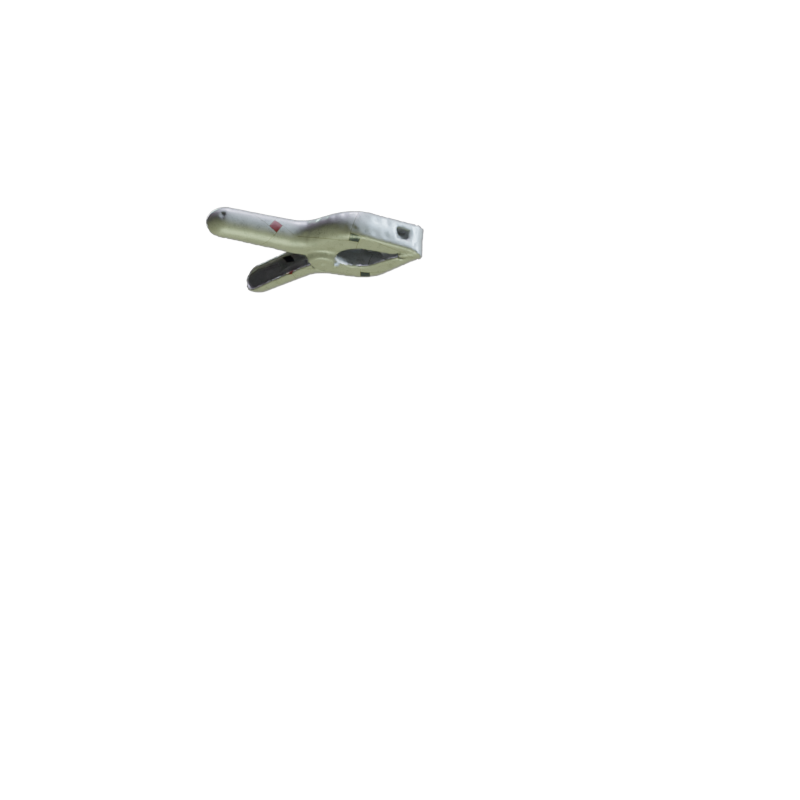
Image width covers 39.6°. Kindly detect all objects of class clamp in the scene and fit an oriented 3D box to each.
[{"bbox_3d":[-0.071,-0.129,0.901,0.174,0.041,0.112,-7,-19,20],"label":"clamp"}]
